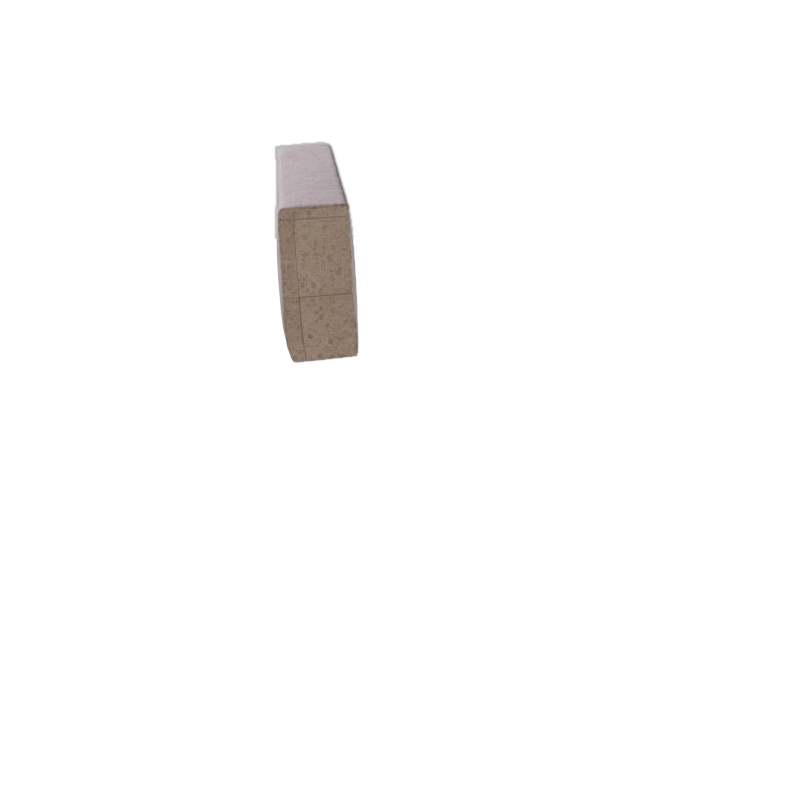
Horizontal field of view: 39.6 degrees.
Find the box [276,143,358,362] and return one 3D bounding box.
[{"bbox_3d":[-0.054,-0.100,0.698,0.048,0.089,0.185,-3,23,-3],"label":"box"}]
